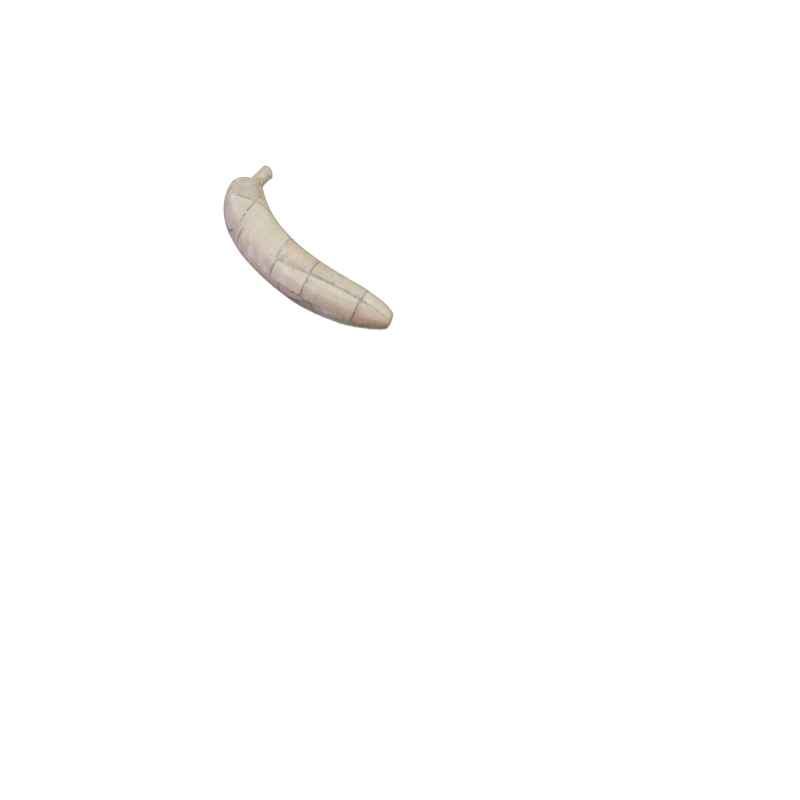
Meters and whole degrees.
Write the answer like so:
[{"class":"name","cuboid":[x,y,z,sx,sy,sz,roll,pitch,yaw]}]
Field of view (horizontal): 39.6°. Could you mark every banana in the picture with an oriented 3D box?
[{"class":"banana","cuboid":[-0.084,-0.116,0.843,0.069,0.213,0.034,-24,-36,-19]}]
